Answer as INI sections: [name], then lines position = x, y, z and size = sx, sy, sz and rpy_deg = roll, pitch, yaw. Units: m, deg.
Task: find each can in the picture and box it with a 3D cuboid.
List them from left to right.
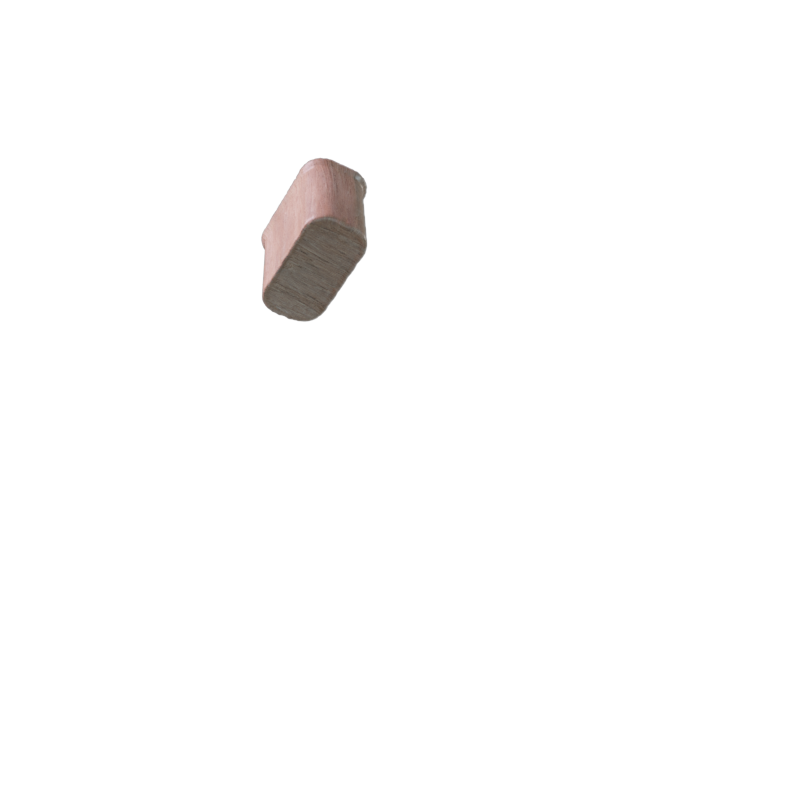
[can]
position = -0.067, -0.122, 0.857
size = 0.055, 0.099, 0.090
rpy_deg = 24, 32, -20
